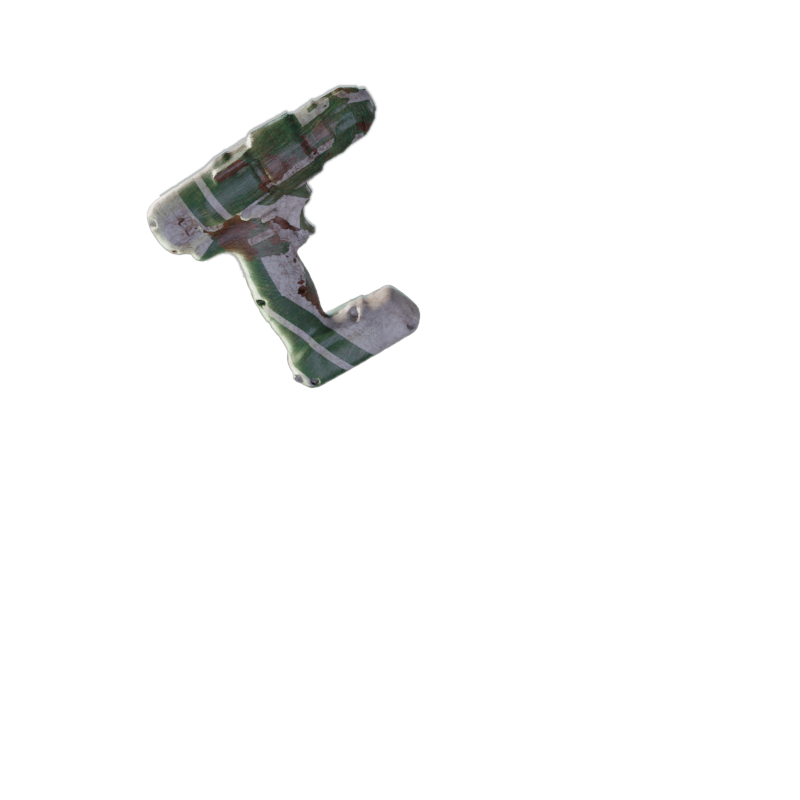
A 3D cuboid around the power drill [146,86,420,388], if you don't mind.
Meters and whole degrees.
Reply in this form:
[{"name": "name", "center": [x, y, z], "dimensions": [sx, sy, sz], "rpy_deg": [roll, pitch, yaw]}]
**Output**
[{"name": "power drill", "center": [-0.064, -0.116, 0.812], "dimensions": [0.184, 0.179, 0.060], "rpy_deg": [-30, 19, 11]}]
